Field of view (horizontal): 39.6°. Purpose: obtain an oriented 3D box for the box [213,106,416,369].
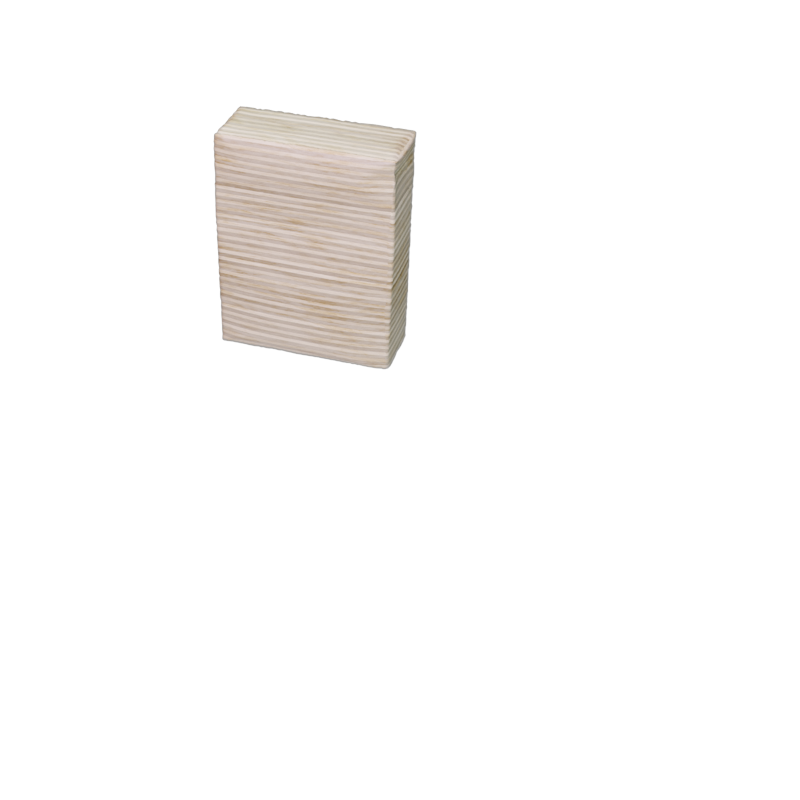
[{"bbox_3d":[-0.077,-0.140,0.983,0.168,0.200,0.075,12,34,14],"label":"box"}]
